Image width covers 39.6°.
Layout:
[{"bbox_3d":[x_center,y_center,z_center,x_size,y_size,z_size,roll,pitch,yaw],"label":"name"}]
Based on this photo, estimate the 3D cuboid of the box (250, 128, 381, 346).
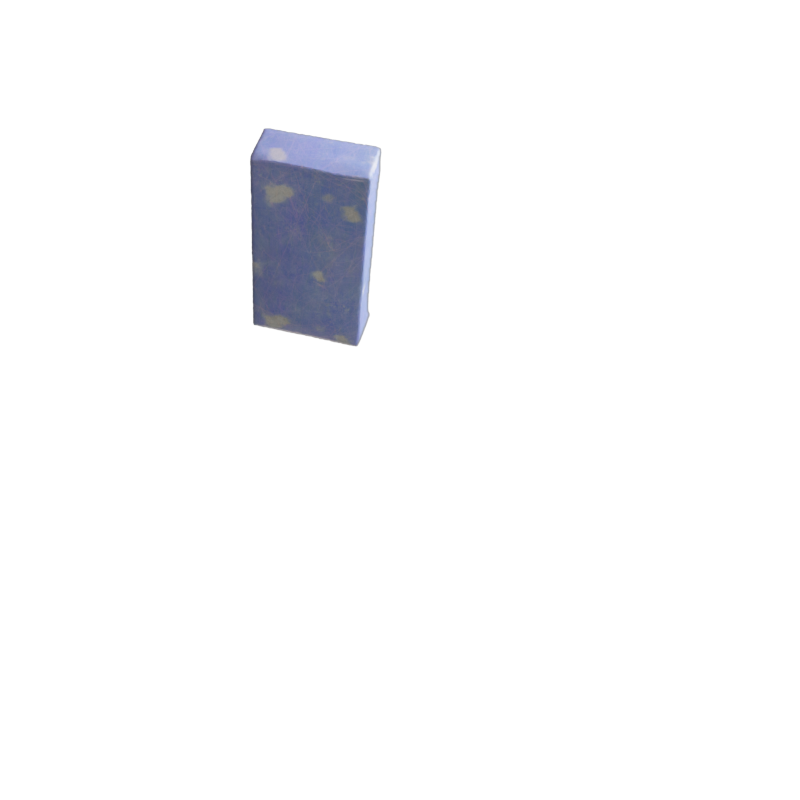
[{"bbox_3d":[-0.068,-0.123,0.864,0.095,0.051,0.164,12,-42,8],"label":"box"}]
